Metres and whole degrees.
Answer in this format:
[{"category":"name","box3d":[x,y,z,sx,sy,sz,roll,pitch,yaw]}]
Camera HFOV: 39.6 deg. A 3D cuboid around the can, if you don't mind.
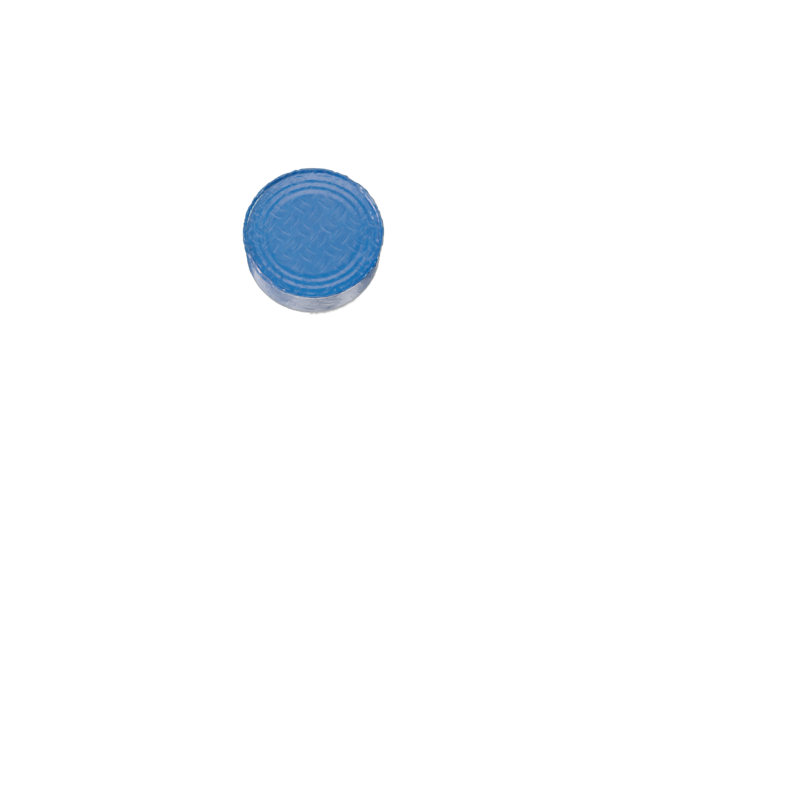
[{"category":"can","box3d":[-0.054,-0.098,0.685,0.086,0.090,0.032,-1,-21,-1]}]
